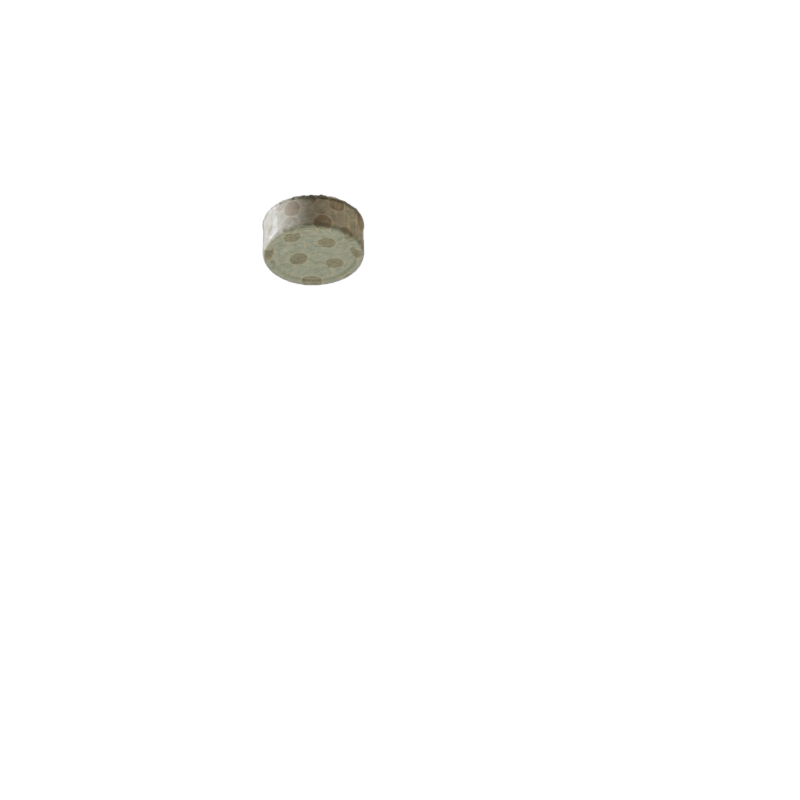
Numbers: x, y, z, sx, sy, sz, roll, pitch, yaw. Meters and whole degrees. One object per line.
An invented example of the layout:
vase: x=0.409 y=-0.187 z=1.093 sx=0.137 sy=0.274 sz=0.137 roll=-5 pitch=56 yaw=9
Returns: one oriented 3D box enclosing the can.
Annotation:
can: x=-0.072 y=-0.132 z=0.924 sx=0.086 sy=0.036 sz=0.080 roll=1 pitch=-31 yaw=-2
